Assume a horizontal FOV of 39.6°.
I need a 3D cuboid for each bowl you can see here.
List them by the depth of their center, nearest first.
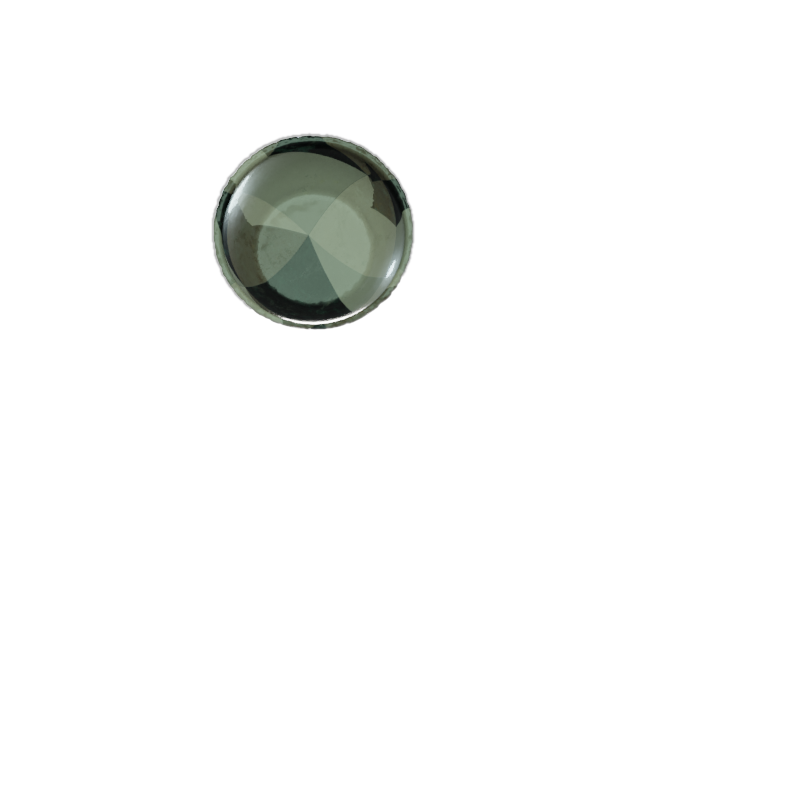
[{"bbox_3d":[-0.068,-0.124,0.868,0.162,0.157,0.057,0,15,-1],"label":"bowl"}]
